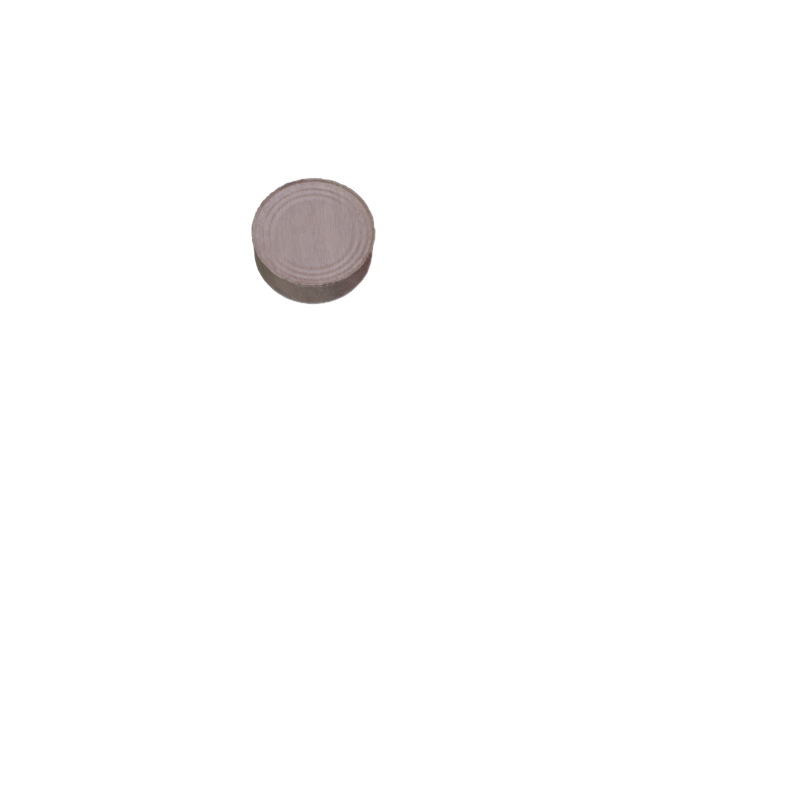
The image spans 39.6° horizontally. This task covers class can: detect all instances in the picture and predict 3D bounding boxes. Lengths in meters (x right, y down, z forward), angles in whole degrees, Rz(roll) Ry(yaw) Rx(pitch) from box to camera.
[{"bbox_3d":[-0.061,-0.111,0.779,0.086,0.091,0.032,-1,-27,-1],"label":"can"}]
